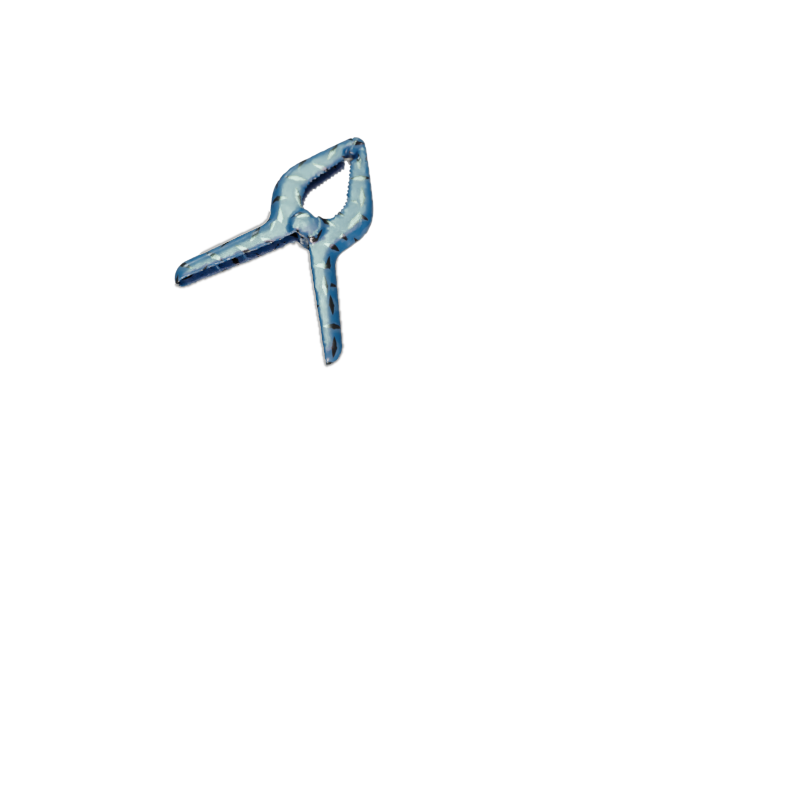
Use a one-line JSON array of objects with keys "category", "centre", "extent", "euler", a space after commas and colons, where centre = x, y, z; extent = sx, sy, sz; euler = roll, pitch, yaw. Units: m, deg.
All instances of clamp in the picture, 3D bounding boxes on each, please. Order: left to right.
[{"category": "clamp", "centre": [-0.078, -0.143, 0.999], "extent": [0.169, 0.214, 0.035], "euler": [33, -18, 12]}]
